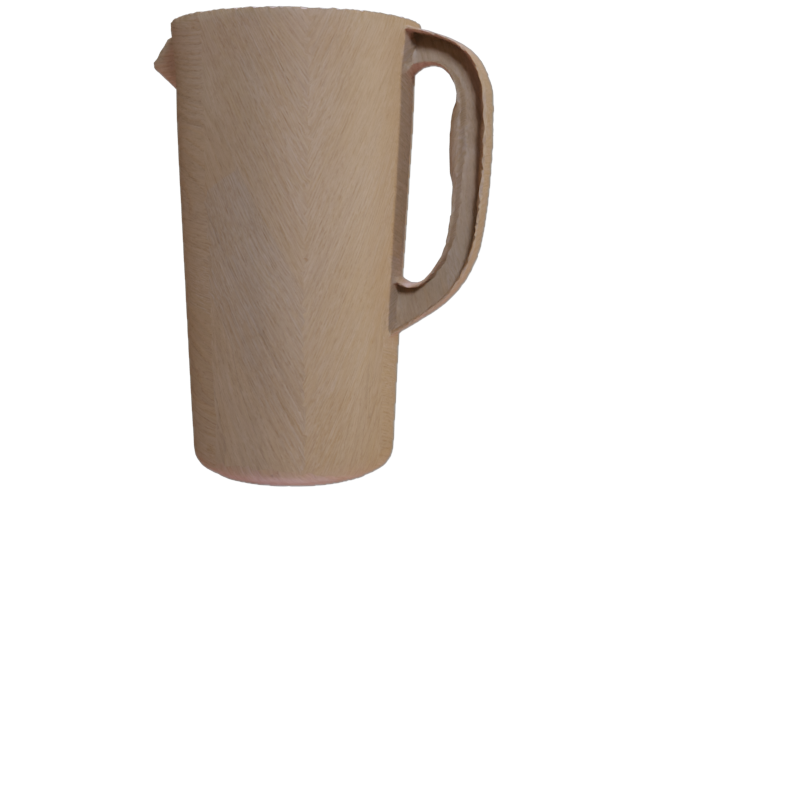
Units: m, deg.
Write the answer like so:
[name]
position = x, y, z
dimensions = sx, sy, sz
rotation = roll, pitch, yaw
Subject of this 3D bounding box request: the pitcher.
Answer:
[pitcher]
position = -0.046, -0.084, 0.589
dimensions = 0.141, 0.241, 0.155
rotation = -2, 6, -27
